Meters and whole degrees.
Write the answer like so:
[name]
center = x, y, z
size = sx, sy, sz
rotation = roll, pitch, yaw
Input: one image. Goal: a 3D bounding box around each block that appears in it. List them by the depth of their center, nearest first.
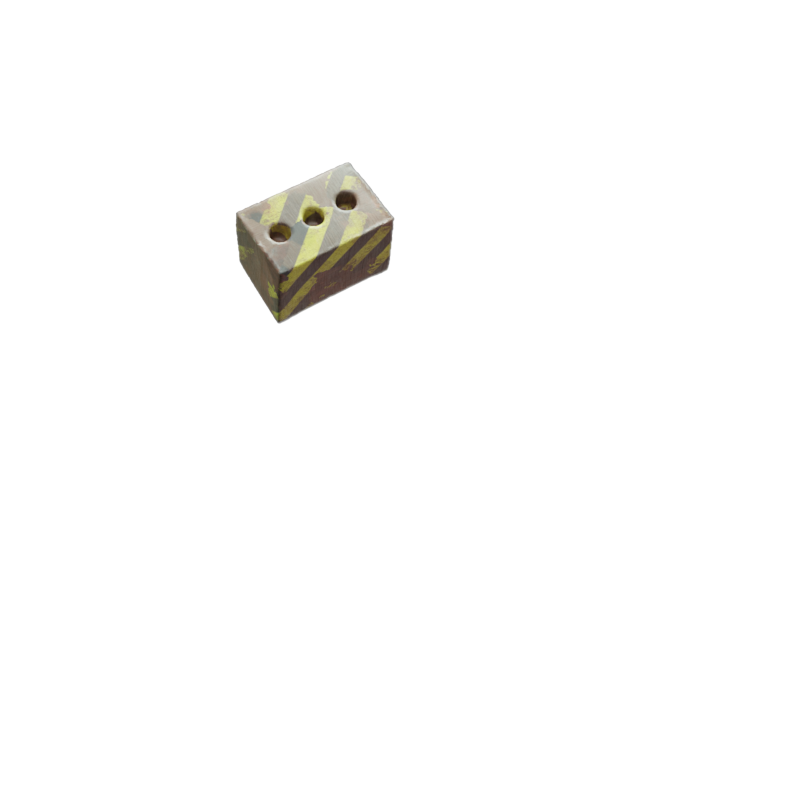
[block]
center = -0.051, -0.093, 0.649
size = 0.078, 0.056, 0.048
rotation = -28, -26, -17
